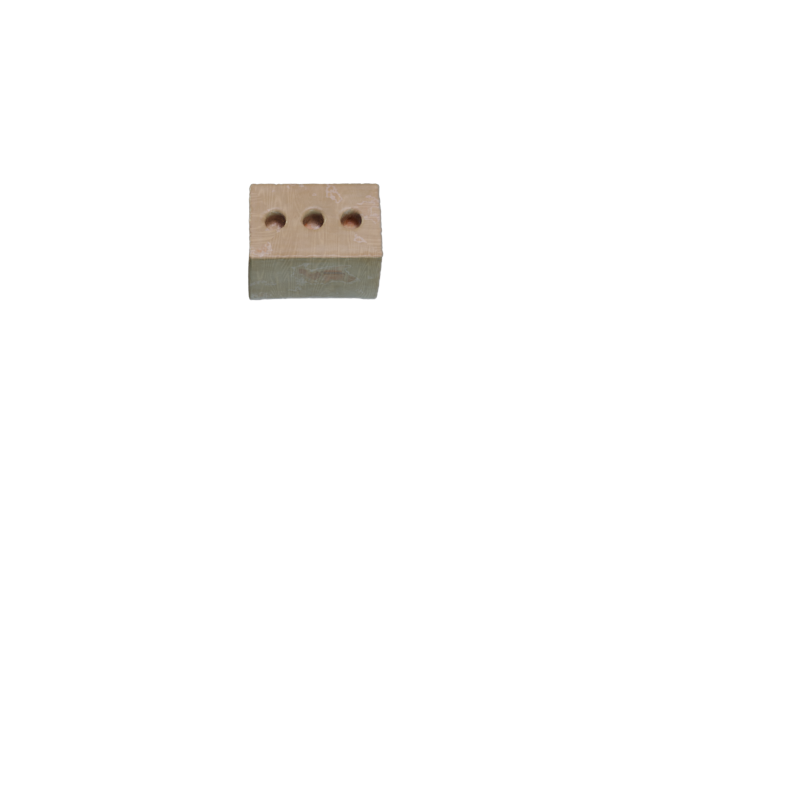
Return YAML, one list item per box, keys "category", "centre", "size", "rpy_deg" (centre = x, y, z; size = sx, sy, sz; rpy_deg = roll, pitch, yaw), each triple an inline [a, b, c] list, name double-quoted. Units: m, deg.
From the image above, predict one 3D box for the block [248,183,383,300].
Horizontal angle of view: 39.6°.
- category: "block"
  centre: [-0.051, -0.093, 0.654]
  size: [0.078, 0.056, 0.048]
  rpy_deg: [-1, -27, -2]
